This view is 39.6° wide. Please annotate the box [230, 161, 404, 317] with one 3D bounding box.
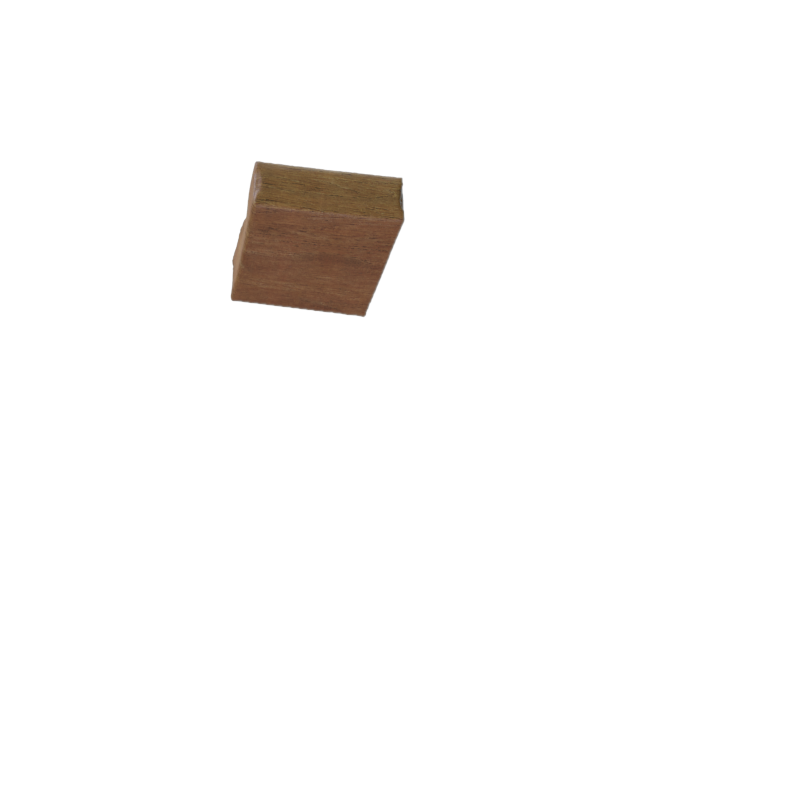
[{"bbox_3d":[-0.044,-0.080,0.558,0.072,0.032,0.085,6,-31,-11],"label":"box"}]
